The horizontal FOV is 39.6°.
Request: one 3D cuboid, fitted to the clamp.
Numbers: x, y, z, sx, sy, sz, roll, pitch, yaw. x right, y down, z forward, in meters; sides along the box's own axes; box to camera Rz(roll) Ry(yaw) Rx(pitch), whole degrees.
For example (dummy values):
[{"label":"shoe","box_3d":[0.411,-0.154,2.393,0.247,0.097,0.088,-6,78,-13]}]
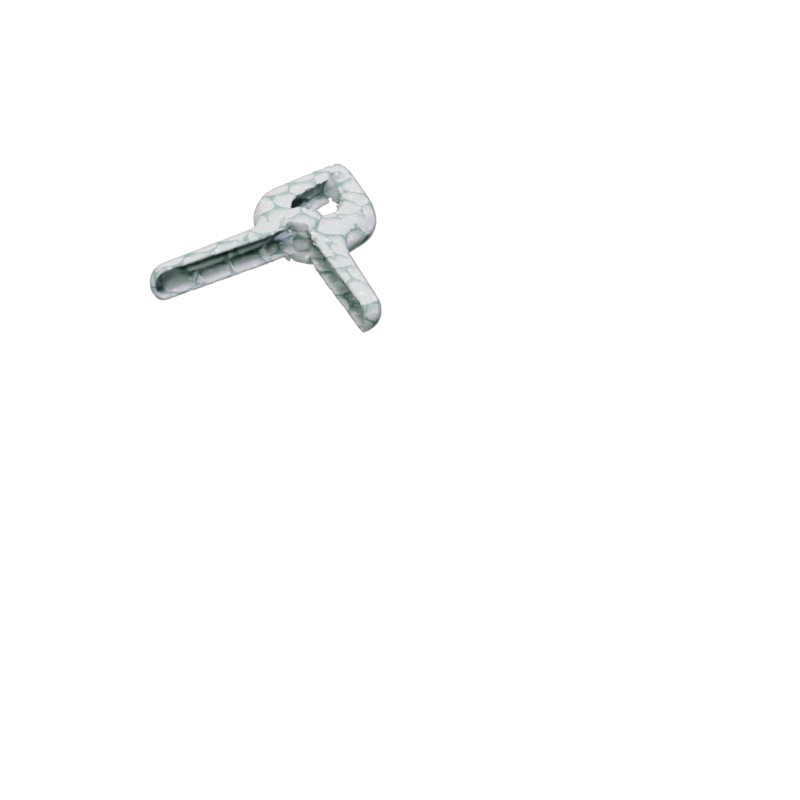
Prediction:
[{"label":"clamp","box_3d":[-0.064,-0.117,0.822,0.170,0.034,0.216,13,37,18]}]
